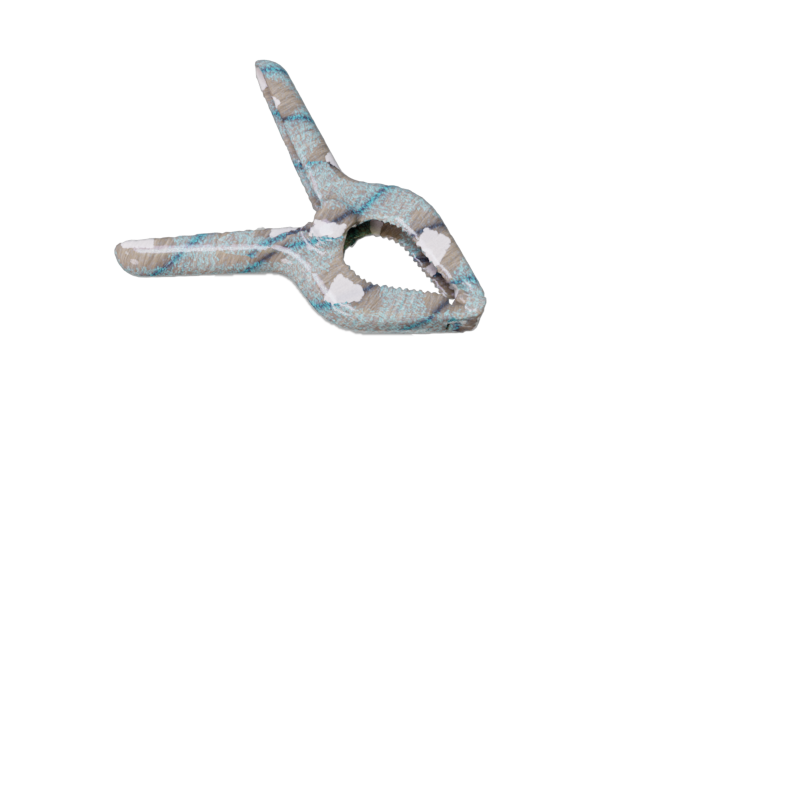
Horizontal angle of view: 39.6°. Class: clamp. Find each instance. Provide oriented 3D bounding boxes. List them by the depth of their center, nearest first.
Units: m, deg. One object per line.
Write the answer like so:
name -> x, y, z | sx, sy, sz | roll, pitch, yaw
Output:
clamp -> -0.051, -0.093, 0.653 | 0.217, 0.167, 0.035 | 35, -18, 14
